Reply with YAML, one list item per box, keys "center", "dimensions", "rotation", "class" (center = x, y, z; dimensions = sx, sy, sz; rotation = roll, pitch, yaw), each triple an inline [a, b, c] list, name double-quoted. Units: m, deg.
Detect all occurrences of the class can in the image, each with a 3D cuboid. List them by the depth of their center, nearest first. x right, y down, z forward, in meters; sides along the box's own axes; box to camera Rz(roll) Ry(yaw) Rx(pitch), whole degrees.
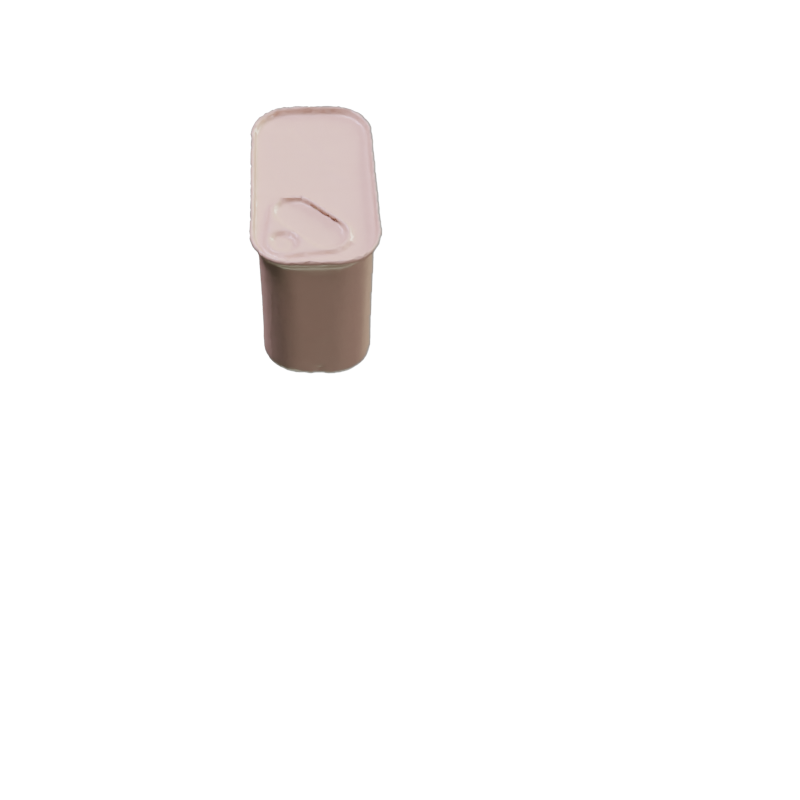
- center: [-0.041, -0.075, 0.529]
  dimensions: [0.057, 0.110, 0.078]
  rotation: [-2, -39, -4]
  class: "can"
